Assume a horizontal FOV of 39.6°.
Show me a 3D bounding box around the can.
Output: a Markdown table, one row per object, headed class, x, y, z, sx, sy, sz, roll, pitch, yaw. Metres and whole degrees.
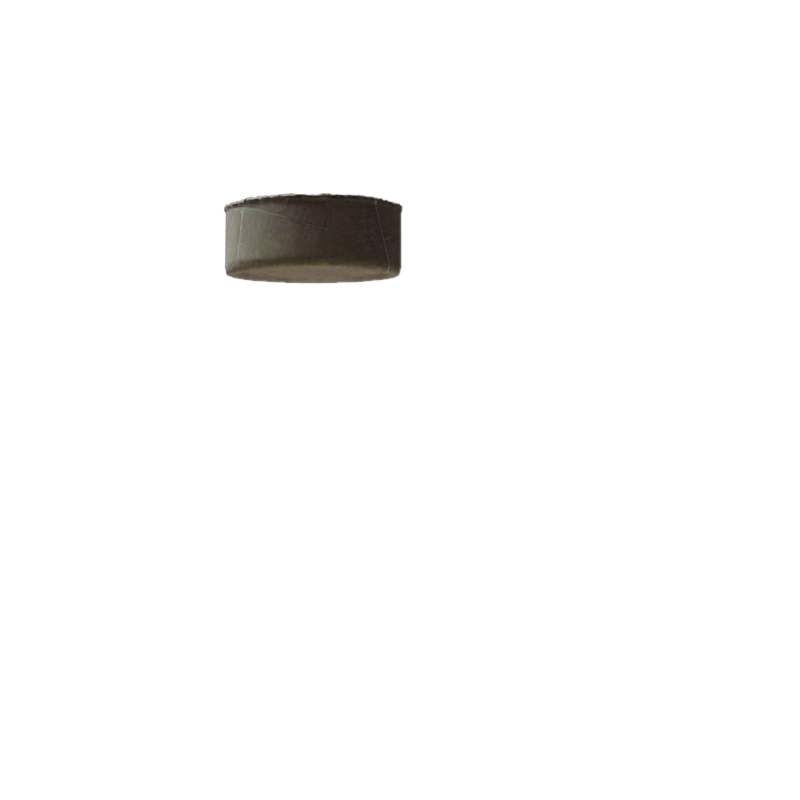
| class | x | y | z | sx | sy | sz | roll | pitch | yaw |
| --- | --- | --- | --- | --- | --- | --- | --- | --- | --- |
| can | -0.042 | -0.076 | 0.531 | 0.086 | 0.034 | 0.085 | 0 | 0 | -2 |
